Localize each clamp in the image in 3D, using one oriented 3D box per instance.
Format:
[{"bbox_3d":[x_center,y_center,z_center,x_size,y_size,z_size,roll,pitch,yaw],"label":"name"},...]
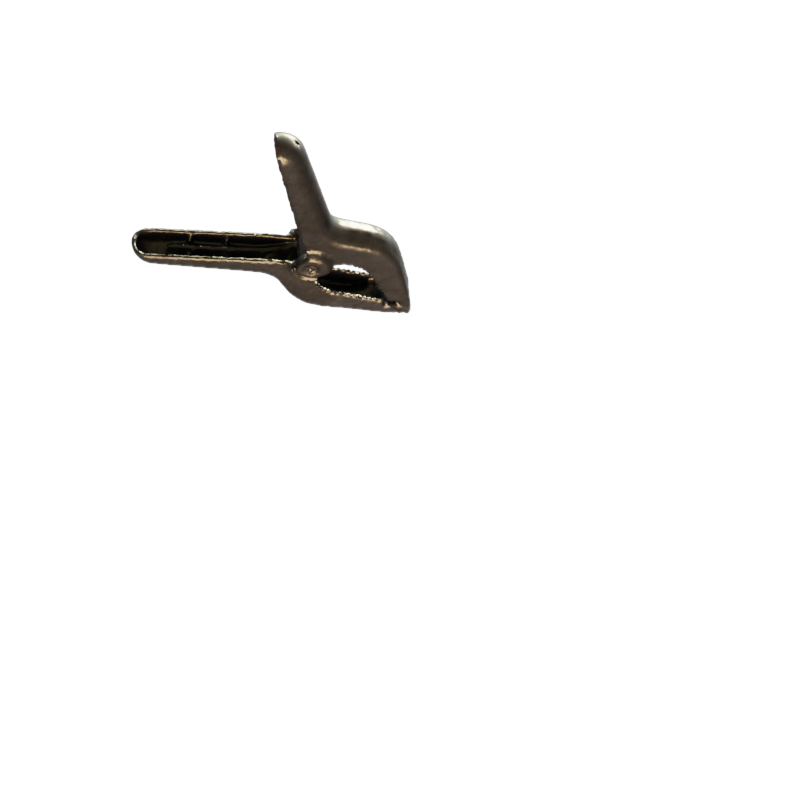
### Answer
[{"bbox_3d":[-0.062,-0.112,0.788,0.199,0.039,0.163,19,-33,-33],"label":"clamp"}]
